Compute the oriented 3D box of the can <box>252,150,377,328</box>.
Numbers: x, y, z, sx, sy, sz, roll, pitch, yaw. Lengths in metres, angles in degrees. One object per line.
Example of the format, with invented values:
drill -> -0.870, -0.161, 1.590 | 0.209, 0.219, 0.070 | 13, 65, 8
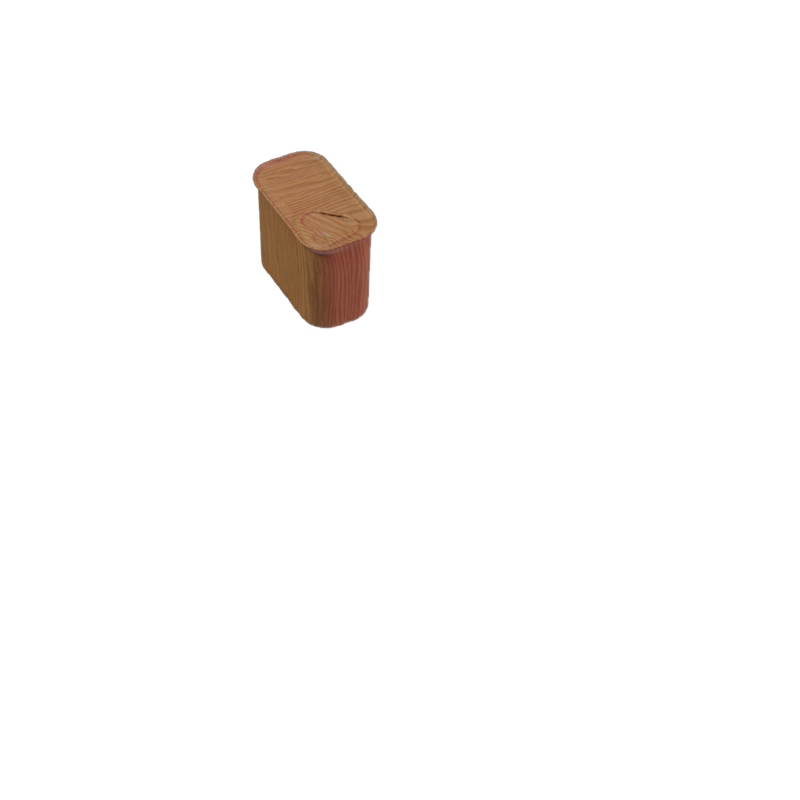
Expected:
can -> -0.061, -0.112, 0.786 | 0.057, 0.078, 0.110 | -22, 51, -21
